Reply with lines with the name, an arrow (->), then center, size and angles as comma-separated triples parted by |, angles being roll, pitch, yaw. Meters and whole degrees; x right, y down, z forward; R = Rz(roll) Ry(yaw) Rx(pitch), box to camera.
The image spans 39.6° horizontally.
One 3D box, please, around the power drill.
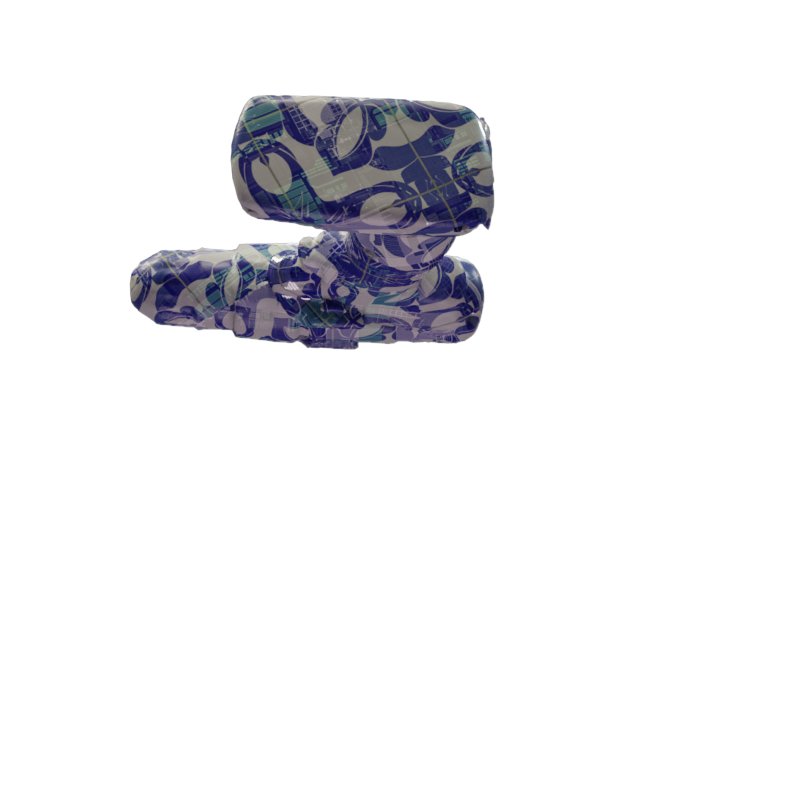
power drill -> -0.041, -0.074, 0.519 | 0.183, 0.060, 0.181 | 1, -15, -5
